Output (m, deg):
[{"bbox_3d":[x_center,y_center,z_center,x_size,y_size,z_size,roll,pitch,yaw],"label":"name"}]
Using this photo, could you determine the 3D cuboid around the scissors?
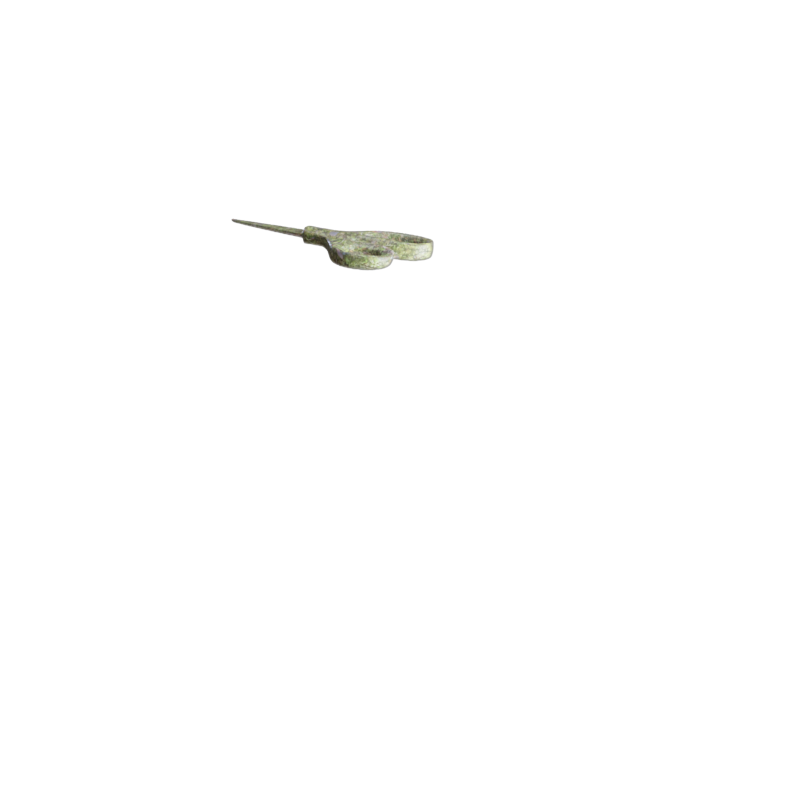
[{"bbox_3d":[-0.073,-0.134,0.939,0.208,0.015,0.097,8,22,21],"label":"scissors"}]
